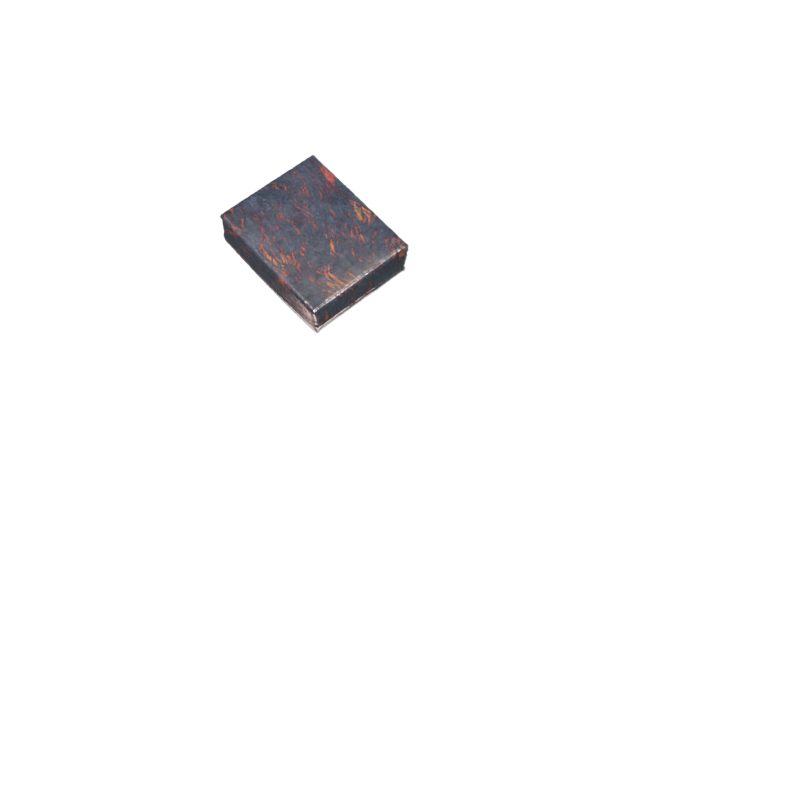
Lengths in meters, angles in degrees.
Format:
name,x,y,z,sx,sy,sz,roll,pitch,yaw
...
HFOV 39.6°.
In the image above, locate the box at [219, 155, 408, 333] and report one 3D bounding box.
name,x,y,z,sx,sy,sz,roll,pitch,yaw
box,-0.064,-0.117,0.819,0.090,0.120,0.036,-36,-23,-19
